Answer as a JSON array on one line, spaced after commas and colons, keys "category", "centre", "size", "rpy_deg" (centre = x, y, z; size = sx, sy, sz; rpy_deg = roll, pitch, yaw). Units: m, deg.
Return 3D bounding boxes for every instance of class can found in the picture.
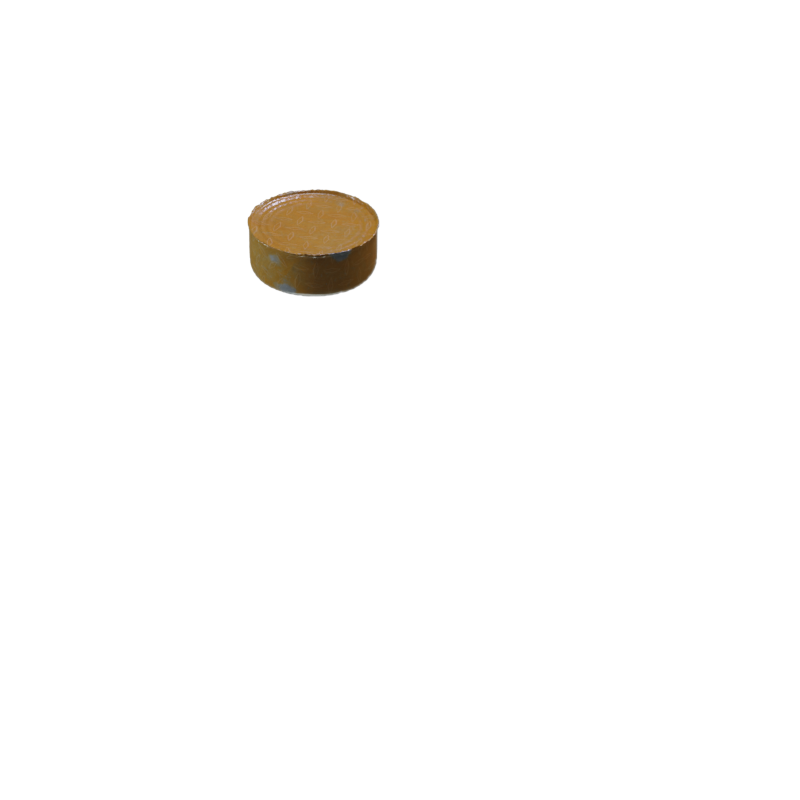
[{"category": "can", "centre": [-0.057, -0.104, 0.730], "size": [0.086, 0.031, 0.092], "rpy_deg": [-1, 36, -2]}]
